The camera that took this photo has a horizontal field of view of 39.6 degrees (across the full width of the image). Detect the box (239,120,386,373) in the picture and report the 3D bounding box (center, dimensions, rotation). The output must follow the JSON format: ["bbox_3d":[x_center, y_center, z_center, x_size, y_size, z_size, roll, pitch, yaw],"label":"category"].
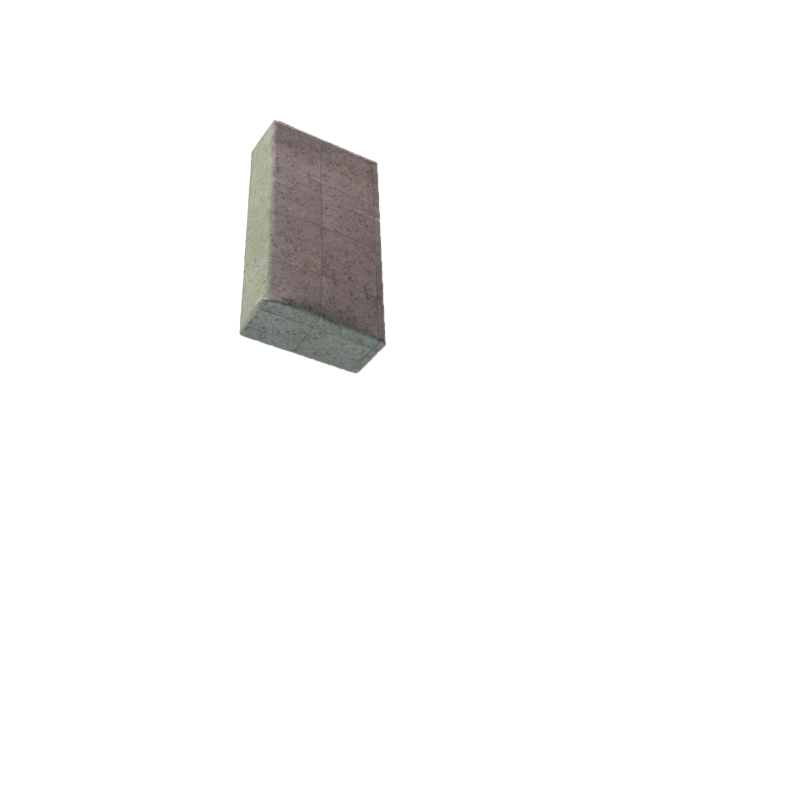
[{"bbox_3d":[-0.061,-0.112,0.785,0.089,0.189,0.047,19,-46,-23],"label":"box"}]
